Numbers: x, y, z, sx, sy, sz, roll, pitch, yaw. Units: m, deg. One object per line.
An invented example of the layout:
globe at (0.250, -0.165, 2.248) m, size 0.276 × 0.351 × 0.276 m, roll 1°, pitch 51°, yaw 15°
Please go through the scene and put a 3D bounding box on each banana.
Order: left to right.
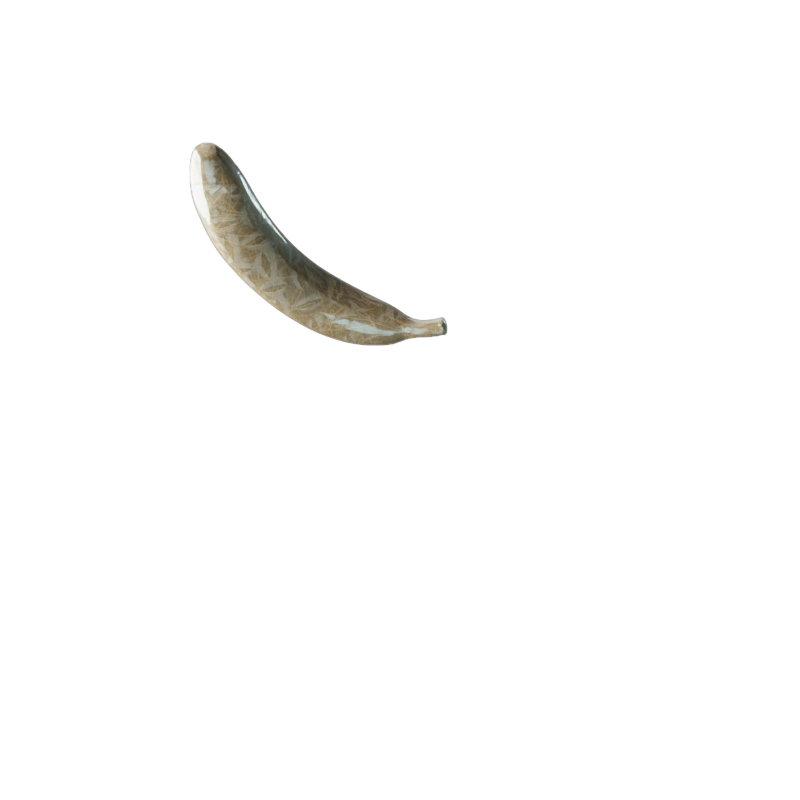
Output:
banana at (-0.062, -0.083, 0.665) m, size 0.186 × 0.039 × 0.069 m, roll 34°, pitch -55°, yaw -28°
